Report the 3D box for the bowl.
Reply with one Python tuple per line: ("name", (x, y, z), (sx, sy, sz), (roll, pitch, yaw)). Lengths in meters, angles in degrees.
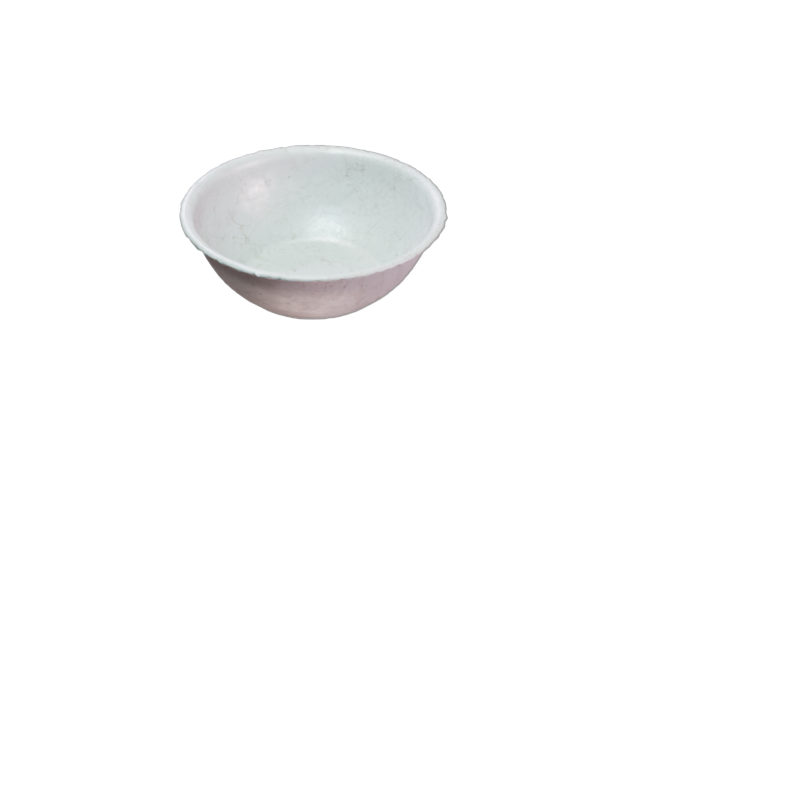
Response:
("bowl", (-0.054, -0.098, 0.685), (0.162, 0.051, 0.173), (-1, 37, -2))
